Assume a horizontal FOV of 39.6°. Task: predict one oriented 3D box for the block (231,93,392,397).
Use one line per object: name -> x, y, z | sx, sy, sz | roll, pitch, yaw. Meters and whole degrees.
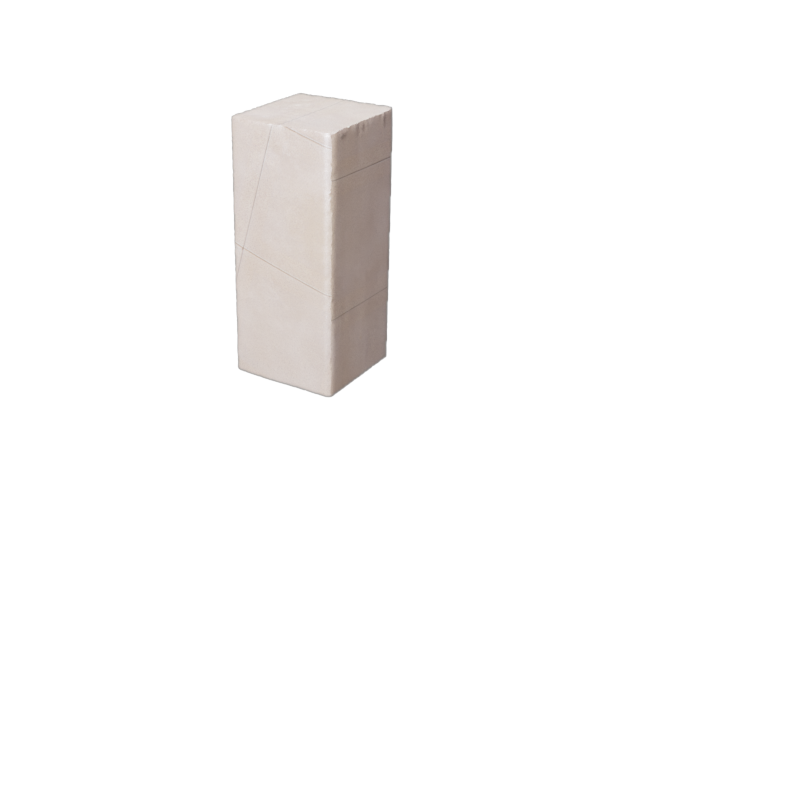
block -> -0.066, -0.121, 0.850 | 0.095, 0.196, 0.091 | 15, 26, 29
